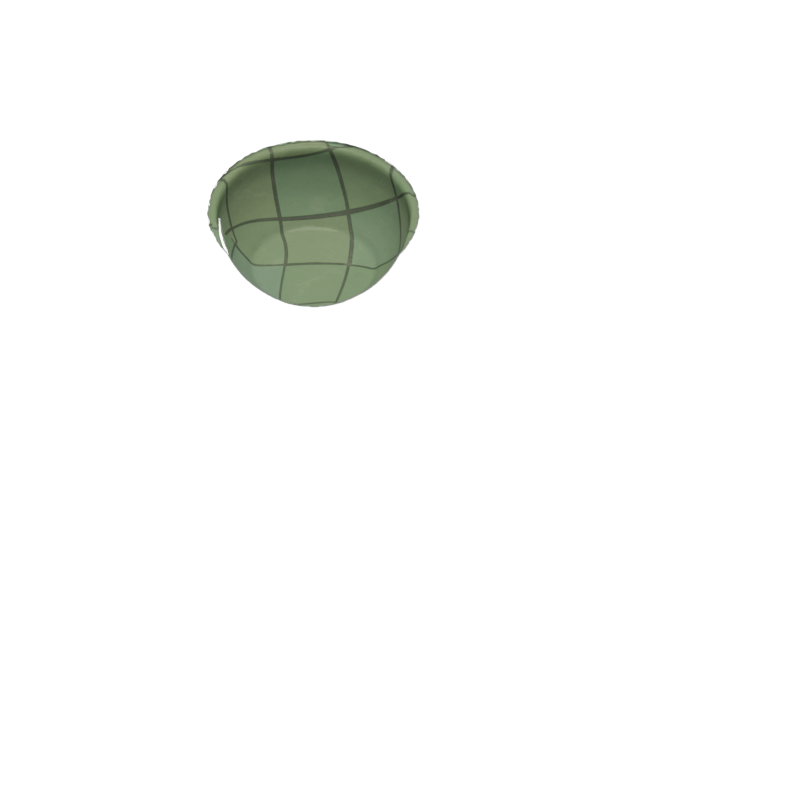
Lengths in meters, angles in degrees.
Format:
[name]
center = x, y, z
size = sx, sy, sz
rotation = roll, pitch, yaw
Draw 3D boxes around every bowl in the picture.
[bowl]
center = -0.065, -0.119, 0.830
size = 0.162, 0.059, 0.151
rotation = 1, -37, -2
